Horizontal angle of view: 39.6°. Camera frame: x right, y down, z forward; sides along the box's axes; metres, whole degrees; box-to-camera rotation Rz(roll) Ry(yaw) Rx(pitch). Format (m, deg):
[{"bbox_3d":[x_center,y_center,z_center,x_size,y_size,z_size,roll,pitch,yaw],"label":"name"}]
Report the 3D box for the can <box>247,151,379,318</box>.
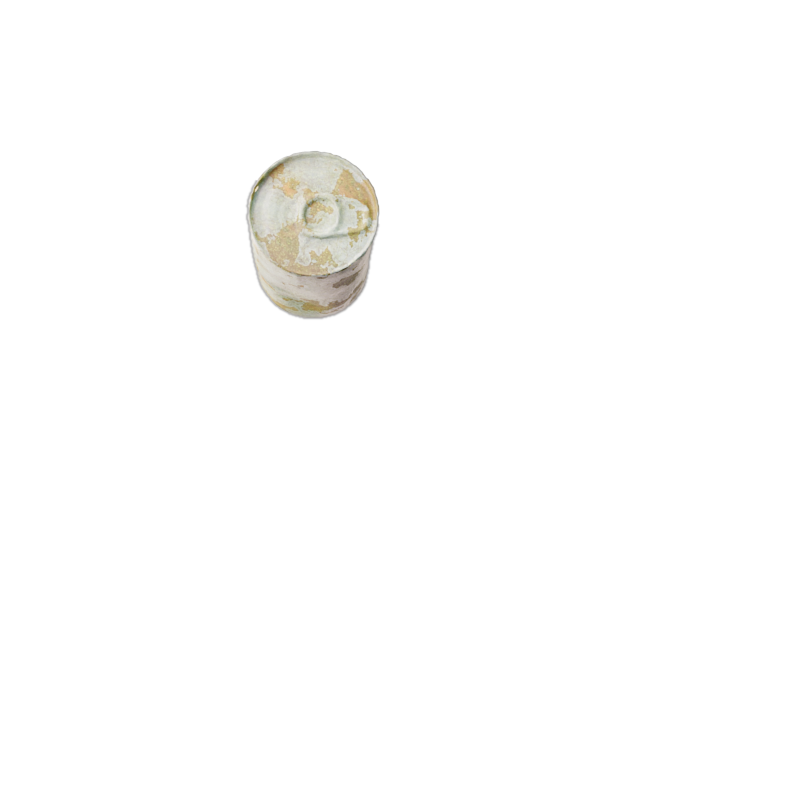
[{"bbox_3d":[-0.048,-0.088,0.616,0.068,0.071,0.099,0,-12,-3],"label":"can"}]
